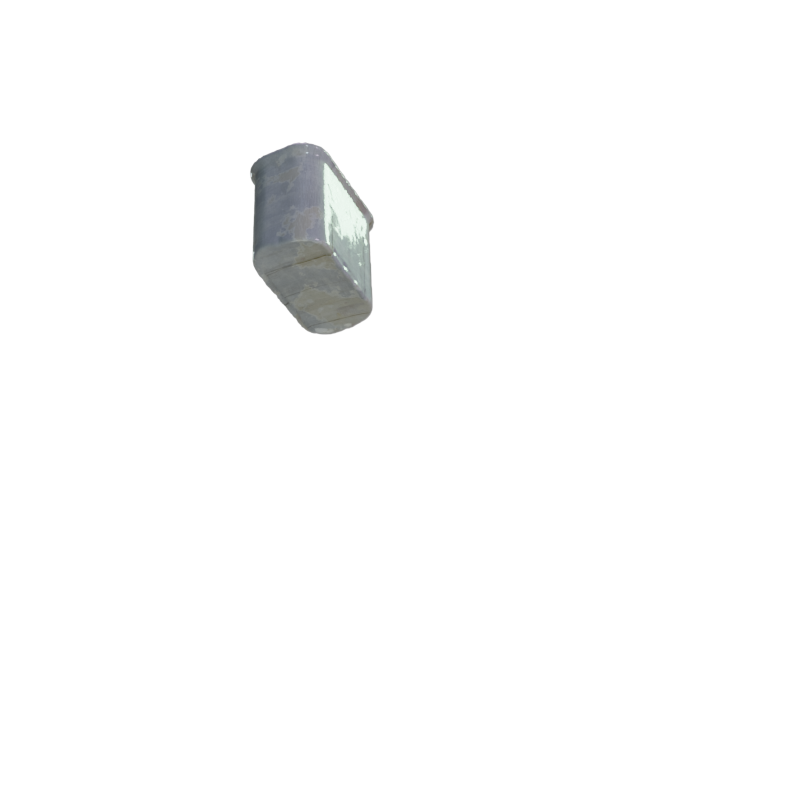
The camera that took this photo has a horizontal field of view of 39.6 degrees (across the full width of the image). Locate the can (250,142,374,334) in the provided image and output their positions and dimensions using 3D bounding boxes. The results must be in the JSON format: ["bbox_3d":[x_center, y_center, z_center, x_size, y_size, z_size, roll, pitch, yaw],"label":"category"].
[{"bbox_3d":[-0.058,-0.105,0.737,0.058,0.090,0.094,-19,-41,19],"label":"can"}]
